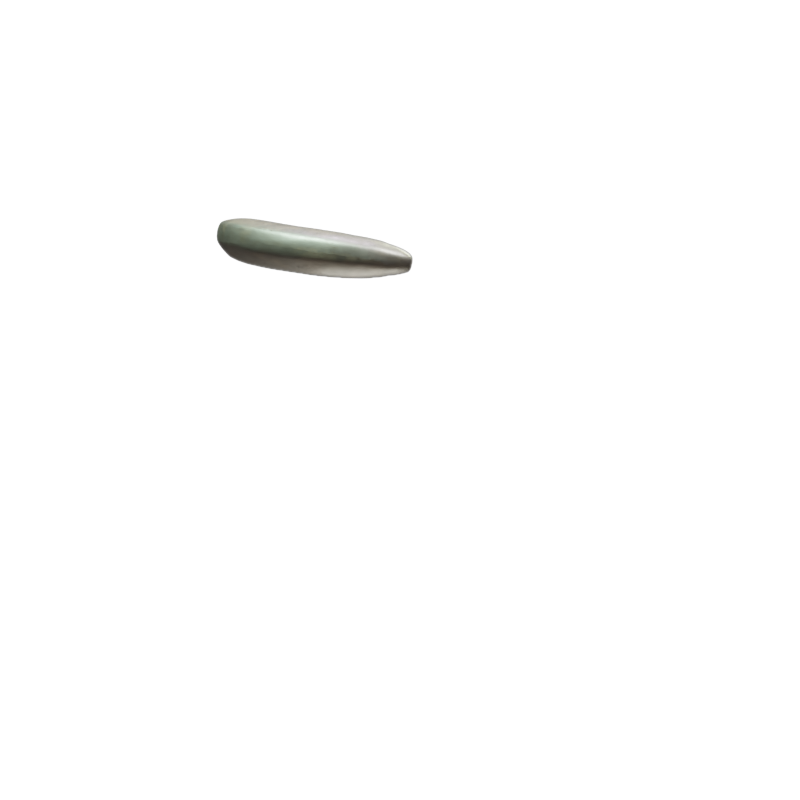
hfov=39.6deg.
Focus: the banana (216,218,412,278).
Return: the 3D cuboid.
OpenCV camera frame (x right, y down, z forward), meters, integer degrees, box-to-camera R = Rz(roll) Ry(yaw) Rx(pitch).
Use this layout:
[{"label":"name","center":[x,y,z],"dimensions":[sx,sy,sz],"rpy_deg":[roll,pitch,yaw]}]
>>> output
[{"label":"banana","center":[-0.086,-0.127,0.907],"dimensions":[0.208,0.035,0.068],"rpy_deg":[16,24,37]}]
